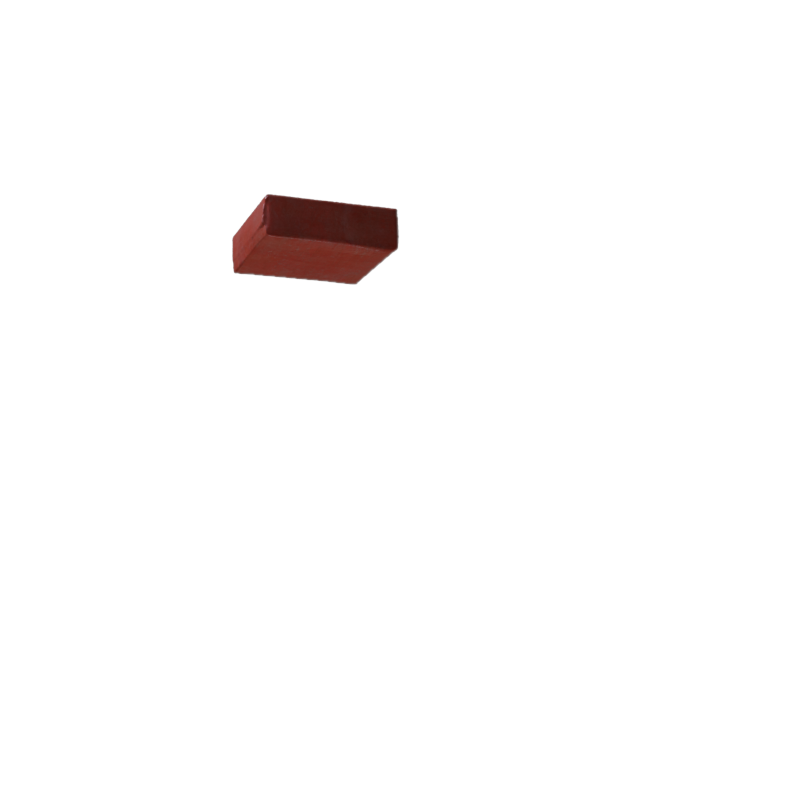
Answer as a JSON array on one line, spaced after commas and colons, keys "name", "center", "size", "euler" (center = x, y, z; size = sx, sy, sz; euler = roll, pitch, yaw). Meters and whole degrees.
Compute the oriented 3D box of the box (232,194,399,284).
[{"name": "box", "center": [-0.069, -0.127, 0.888], "size": [0.110, 0.041, 0.089], "euler": [6, -16, -21]}]
